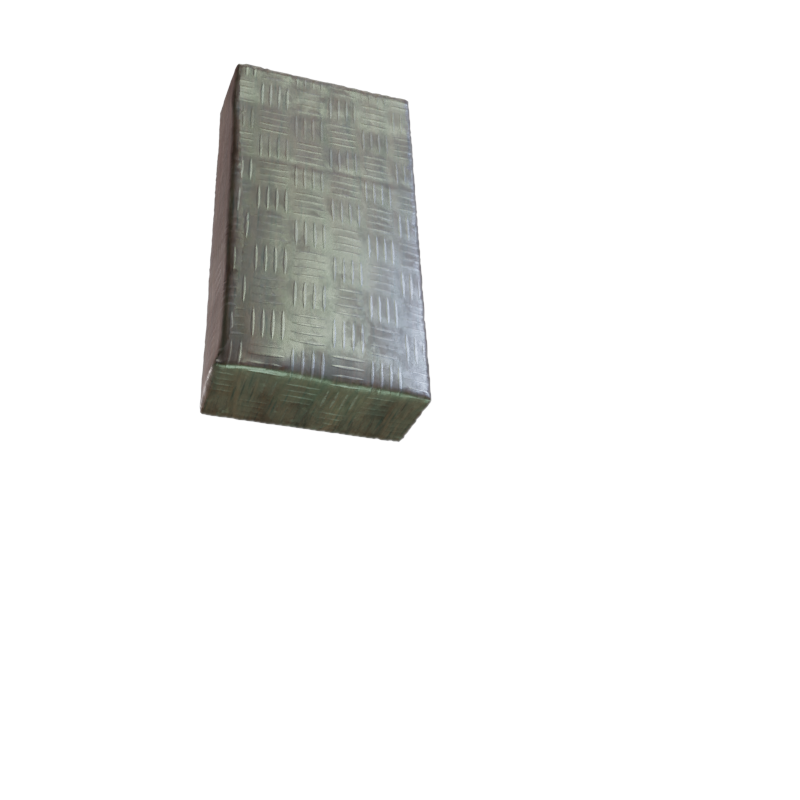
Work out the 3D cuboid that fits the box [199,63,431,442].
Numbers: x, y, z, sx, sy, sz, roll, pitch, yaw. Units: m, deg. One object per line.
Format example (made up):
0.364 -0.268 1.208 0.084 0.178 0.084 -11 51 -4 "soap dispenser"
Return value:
-0.040 -0.073 0.514 0.091 0.189 0.046 9 -39 -15 "box"
